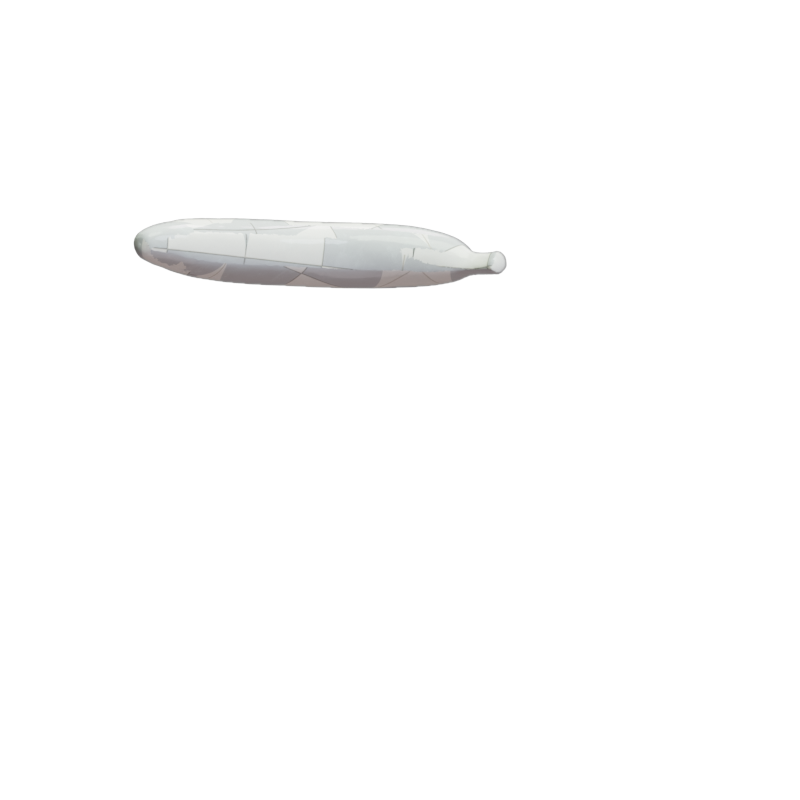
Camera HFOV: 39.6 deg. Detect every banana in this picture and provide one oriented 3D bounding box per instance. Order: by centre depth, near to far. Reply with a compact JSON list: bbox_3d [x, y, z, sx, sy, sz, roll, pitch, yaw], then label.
[{"bbox_3d":[-0.046,-0.084,0.615,0.196,0.038,0.068,1,-7,-6],"label":"banana"}]
